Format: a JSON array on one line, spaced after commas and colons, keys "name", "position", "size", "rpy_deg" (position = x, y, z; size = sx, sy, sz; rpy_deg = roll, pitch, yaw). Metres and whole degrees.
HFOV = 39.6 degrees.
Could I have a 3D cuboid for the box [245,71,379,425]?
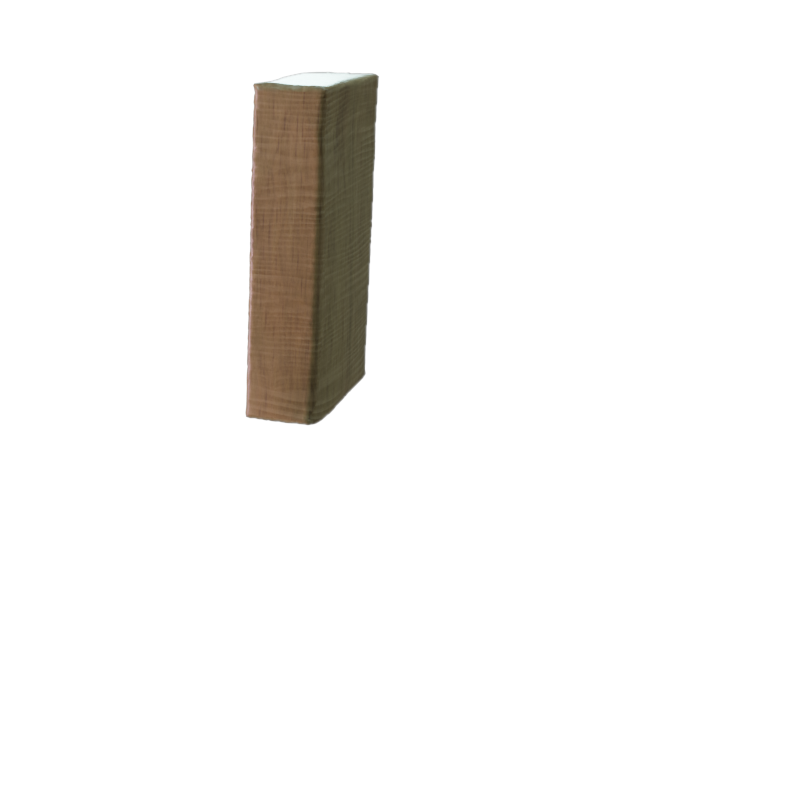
[{"name": "box", "position": [-0.047, -0.085, 0.594], "size": [0.049, 0.171, 0.094], "rpy_deg": [5, 15, 15]}]
